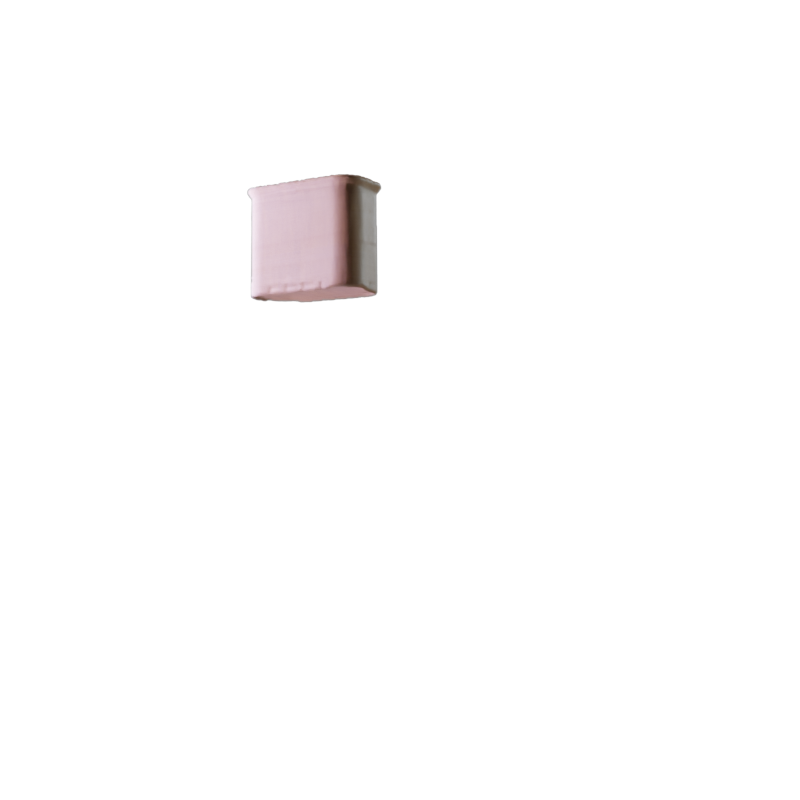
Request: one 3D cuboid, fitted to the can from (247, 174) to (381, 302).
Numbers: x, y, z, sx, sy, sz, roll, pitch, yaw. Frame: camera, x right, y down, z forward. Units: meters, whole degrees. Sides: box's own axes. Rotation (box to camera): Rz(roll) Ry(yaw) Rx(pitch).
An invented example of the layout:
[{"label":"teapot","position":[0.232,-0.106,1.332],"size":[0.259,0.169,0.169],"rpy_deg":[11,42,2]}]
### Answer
[{"label":"can","position":[-0.065,-0.119,0.836],"size":[0.105,0.086,0.055],"rpy_deg":[-4,-9,30]}]
